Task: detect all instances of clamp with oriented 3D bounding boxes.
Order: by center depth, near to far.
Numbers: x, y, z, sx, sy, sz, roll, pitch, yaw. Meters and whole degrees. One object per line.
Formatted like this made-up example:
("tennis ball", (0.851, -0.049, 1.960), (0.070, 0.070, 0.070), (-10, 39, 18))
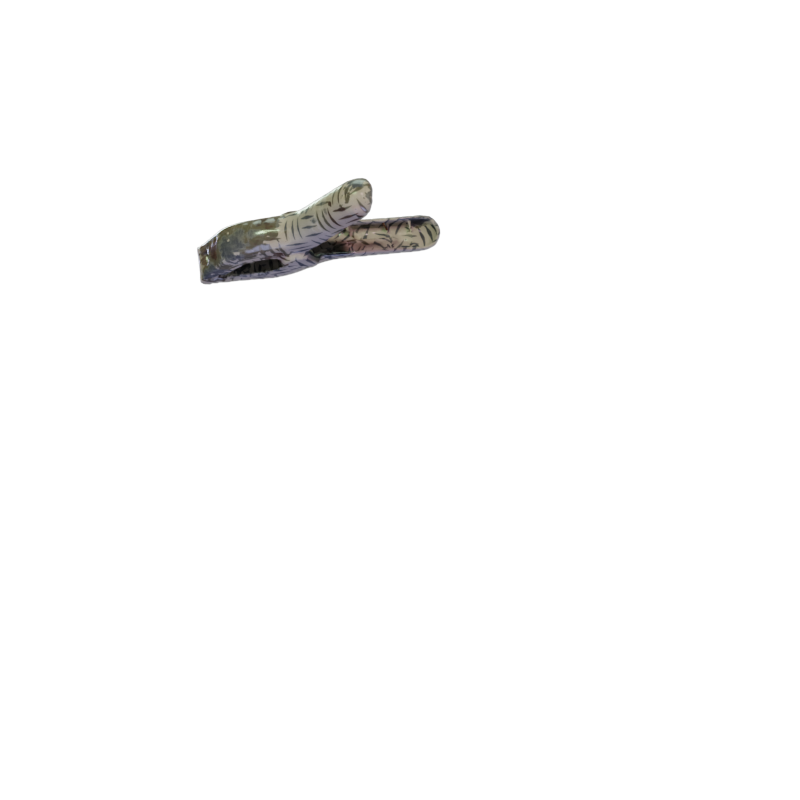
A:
("clamp", (-0.060, -0.110, 0.771), (0.175, 0.041, 0.113), (-10, -17, 35))
